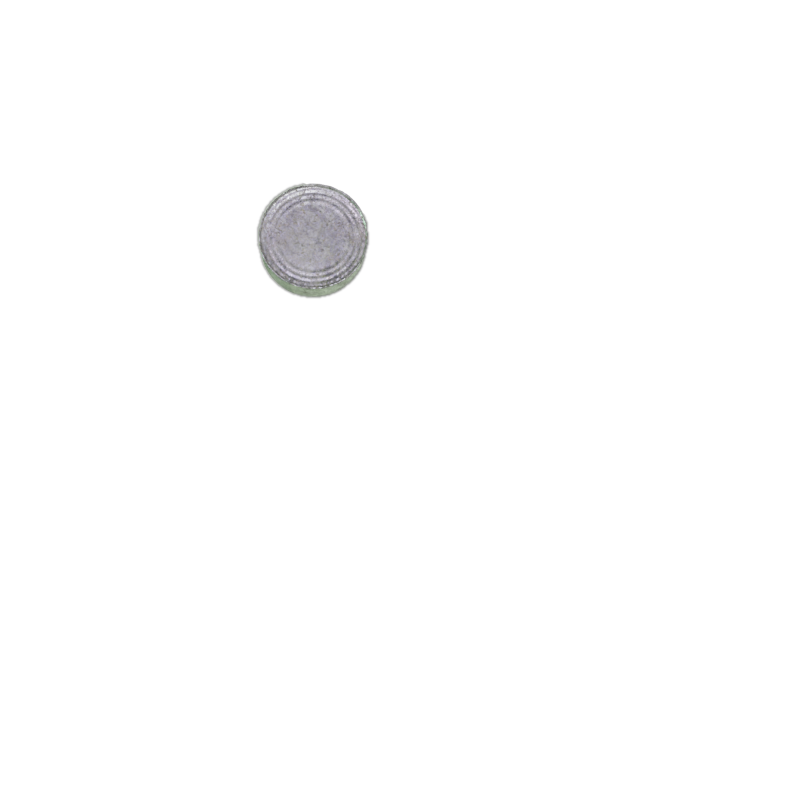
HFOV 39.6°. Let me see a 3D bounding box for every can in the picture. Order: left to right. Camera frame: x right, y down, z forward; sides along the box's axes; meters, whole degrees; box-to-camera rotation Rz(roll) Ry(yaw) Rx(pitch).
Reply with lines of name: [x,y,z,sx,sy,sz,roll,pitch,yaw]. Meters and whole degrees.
can: [-0.068,-0.125,0.873,0.086,0.089,0.032,0,-16,-1]
